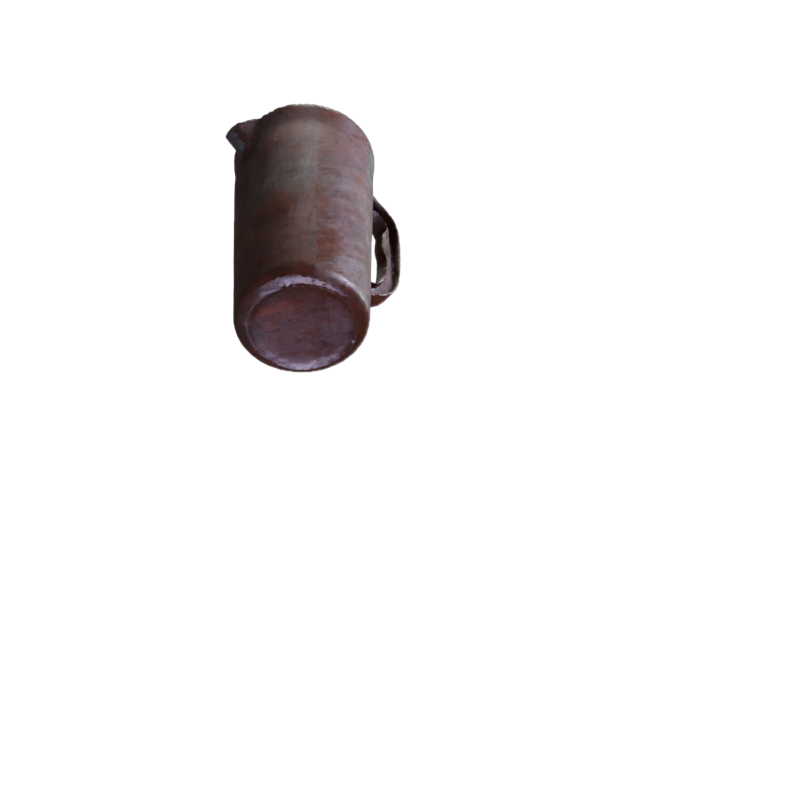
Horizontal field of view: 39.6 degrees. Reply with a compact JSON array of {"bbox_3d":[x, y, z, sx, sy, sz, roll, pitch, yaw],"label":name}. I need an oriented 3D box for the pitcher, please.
[{"bbox_3d":[-0.075,-0.137,0.962,0.150,0.134,0.261,-6,42,2],"label":"pitcher"}]
